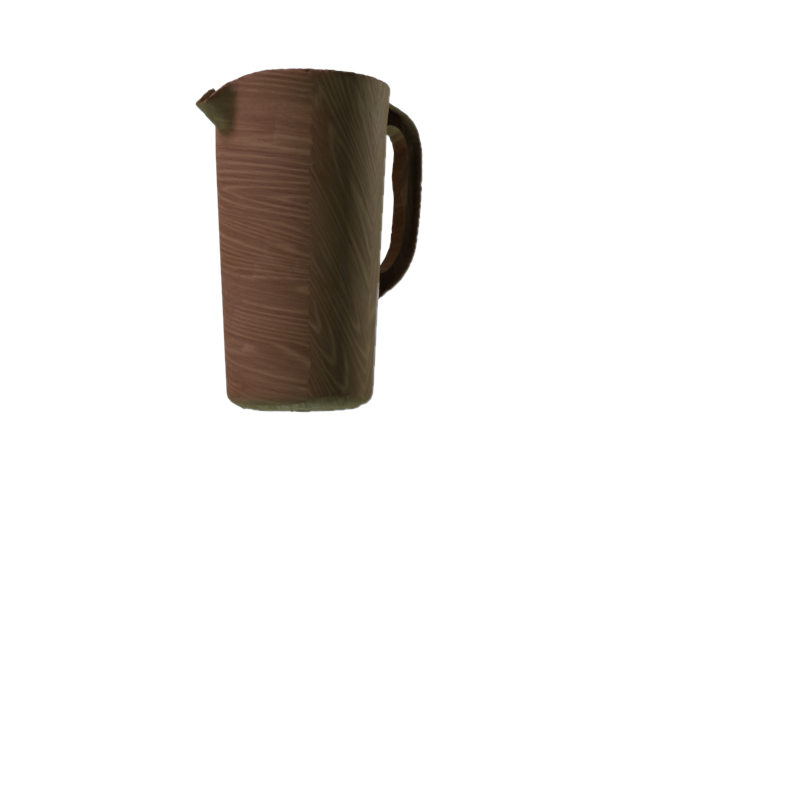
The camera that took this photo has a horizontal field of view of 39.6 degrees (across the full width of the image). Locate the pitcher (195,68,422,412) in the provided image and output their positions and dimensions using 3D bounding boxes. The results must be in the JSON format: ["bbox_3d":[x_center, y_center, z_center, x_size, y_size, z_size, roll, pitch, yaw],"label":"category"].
[{"bbox_3d":[-0.065,-0.118,0.824,0.151,0.245,0.142,0,-2,11],"label":"pitcher"}]
